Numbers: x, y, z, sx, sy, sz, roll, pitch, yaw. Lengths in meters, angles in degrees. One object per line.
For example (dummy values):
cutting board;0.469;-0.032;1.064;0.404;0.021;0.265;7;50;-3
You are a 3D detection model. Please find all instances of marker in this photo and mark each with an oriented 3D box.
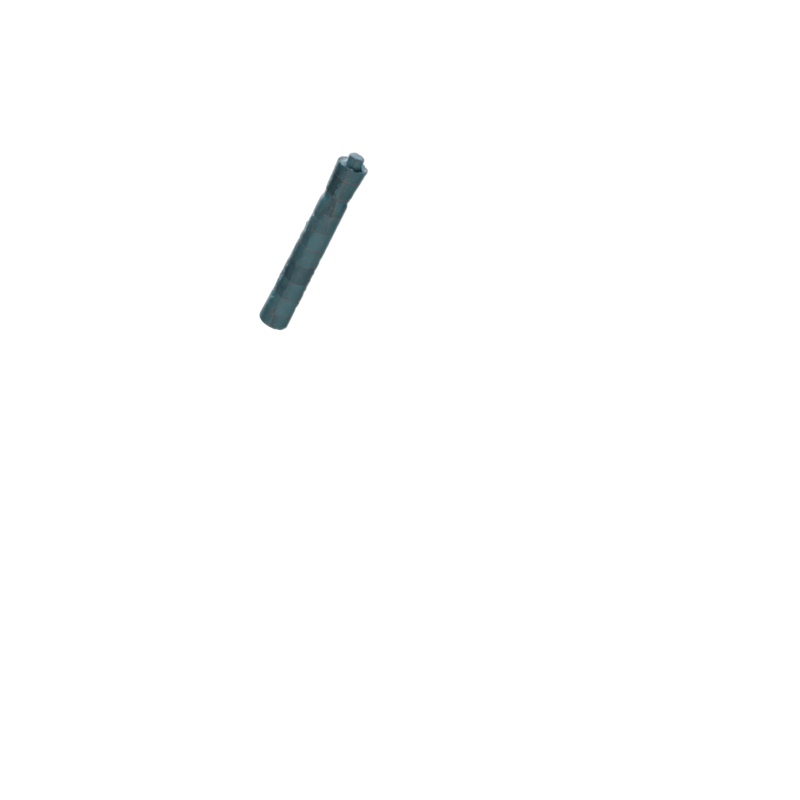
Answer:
marker;-0.051;-0.093;0.654;0.019;0.117;0.021;23;28;-16
